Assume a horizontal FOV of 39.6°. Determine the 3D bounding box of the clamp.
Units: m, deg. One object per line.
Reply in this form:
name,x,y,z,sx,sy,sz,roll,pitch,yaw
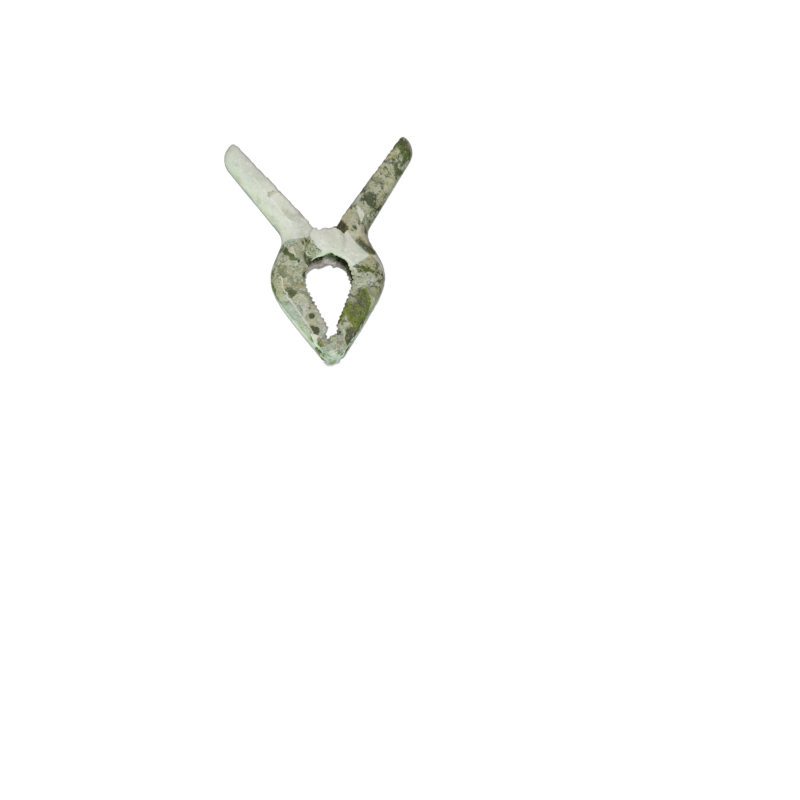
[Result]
clamp,-0.074,-0.134,0.939,0.165,0.221,0.034,2,-24,1
